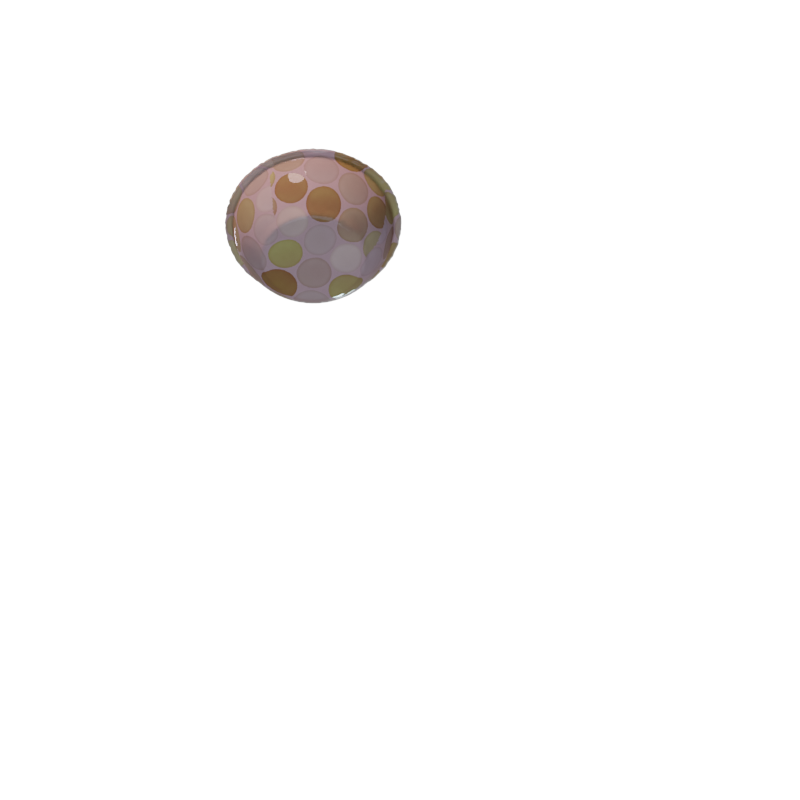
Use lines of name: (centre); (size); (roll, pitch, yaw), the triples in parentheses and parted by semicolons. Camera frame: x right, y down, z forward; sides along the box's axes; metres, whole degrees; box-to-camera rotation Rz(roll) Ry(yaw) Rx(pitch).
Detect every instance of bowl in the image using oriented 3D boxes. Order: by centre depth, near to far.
bowl: (-0.078, -0.142, 0.996); (0.162, 0.152, 0.059); (1, 36, -1)
